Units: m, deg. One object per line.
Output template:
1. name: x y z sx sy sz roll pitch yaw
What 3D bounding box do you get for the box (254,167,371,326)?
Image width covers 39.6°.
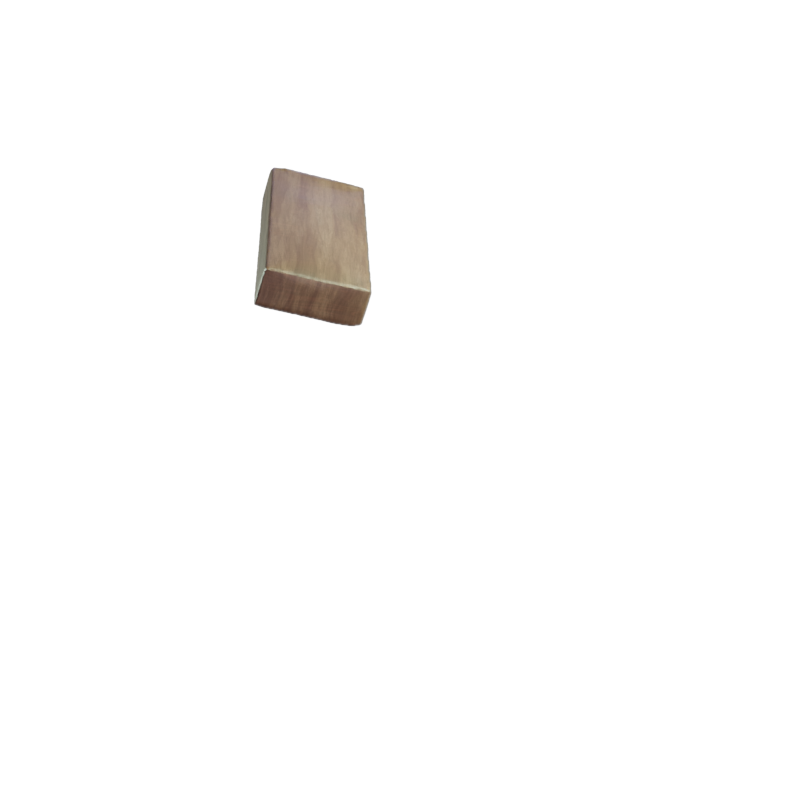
1. box: -0.077 -0.140 0.979 0.092 0.046 0.189 11 38 -12
